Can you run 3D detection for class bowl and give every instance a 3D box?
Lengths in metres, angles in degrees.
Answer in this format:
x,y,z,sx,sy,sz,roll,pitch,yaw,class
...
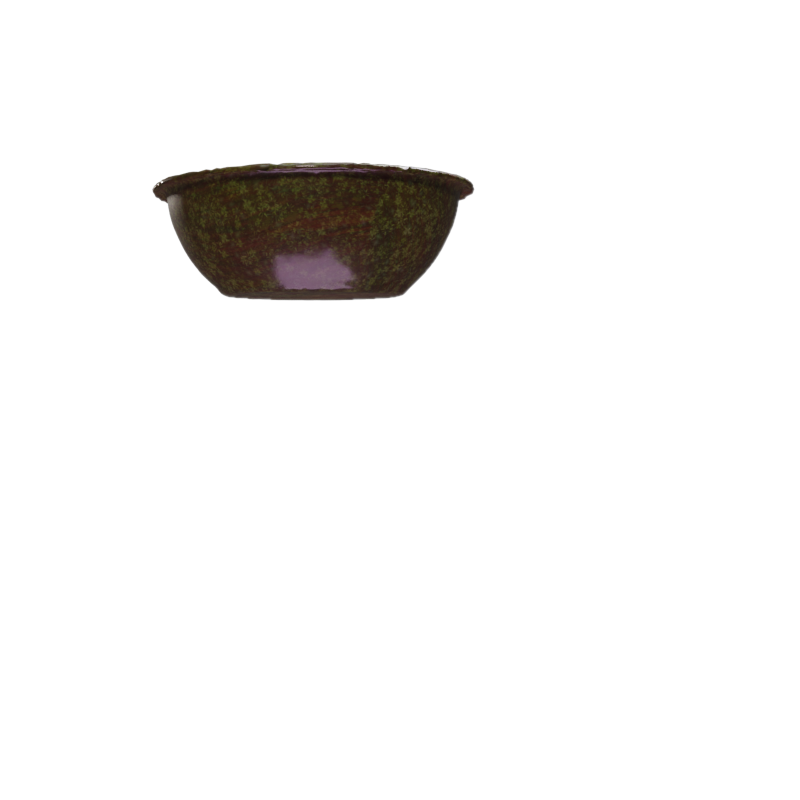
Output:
x,y,z,sx,sy,sz,roll,pitch,yaw,class
-0.044,-0.080,0.557,0.162,0.055,0.162,0,2,-2,bowl
